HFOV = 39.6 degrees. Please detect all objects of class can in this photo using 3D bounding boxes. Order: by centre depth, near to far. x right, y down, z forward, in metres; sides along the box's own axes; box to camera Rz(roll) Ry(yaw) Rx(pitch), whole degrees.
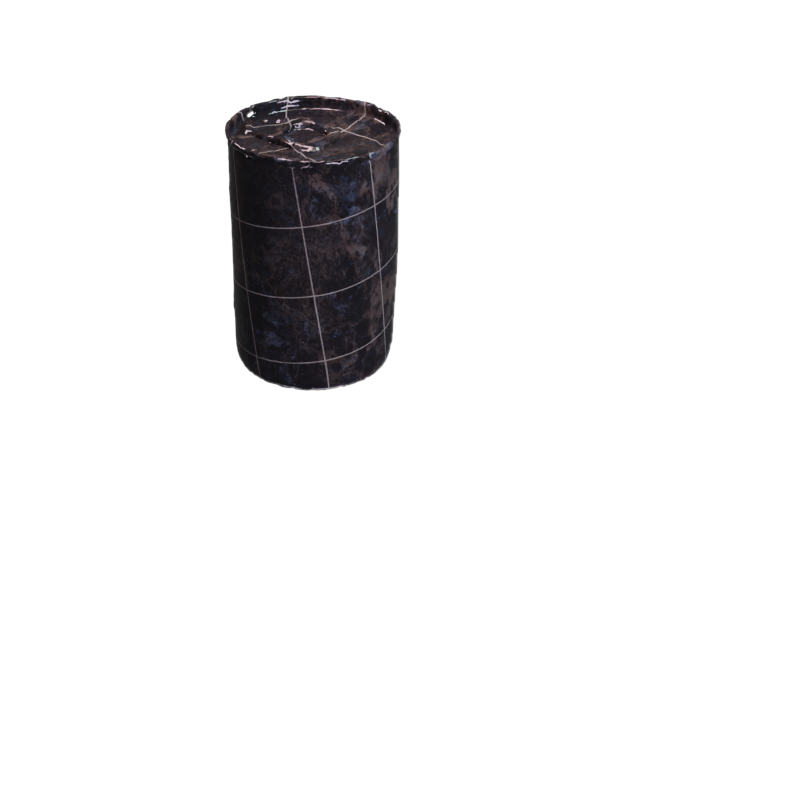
[{"bbox_3d":[-0.035,-0.064,0.450,0.068,0.096,0.073,0,31,-3],"label":"can"}]
